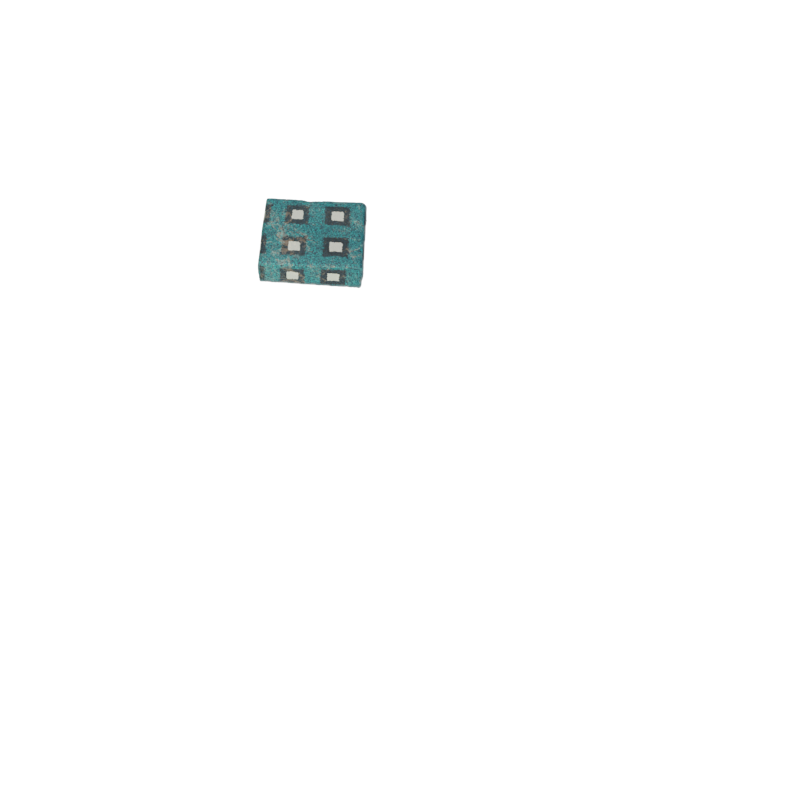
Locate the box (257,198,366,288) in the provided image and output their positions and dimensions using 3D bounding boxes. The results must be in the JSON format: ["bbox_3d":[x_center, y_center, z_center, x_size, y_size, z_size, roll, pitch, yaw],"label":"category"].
[{"bbox_3d":[-0.074,-0.136,0.953,0.089,0.078,0.028,3,-36,2],"label":"box"}]
